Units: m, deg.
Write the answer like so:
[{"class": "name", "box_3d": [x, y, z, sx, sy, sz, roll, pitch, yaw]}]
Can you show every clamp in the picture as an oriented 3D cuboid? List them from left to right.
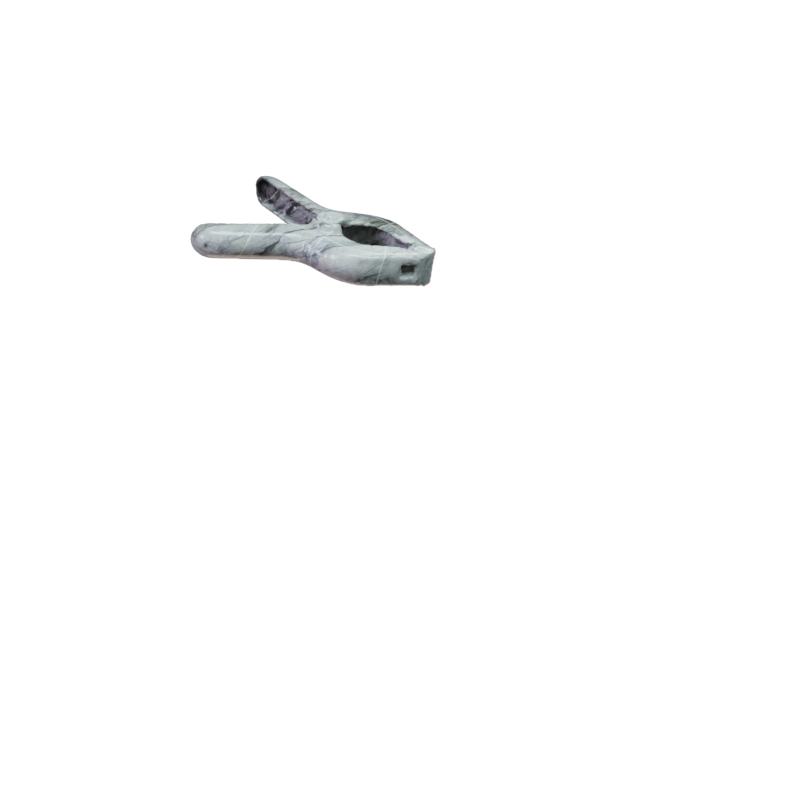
[{"class": "clamp", "box_3d": [-0.063, -0.115, 0.807, 0.180, 0.037, 0.122, 20, 41, 24]}]
